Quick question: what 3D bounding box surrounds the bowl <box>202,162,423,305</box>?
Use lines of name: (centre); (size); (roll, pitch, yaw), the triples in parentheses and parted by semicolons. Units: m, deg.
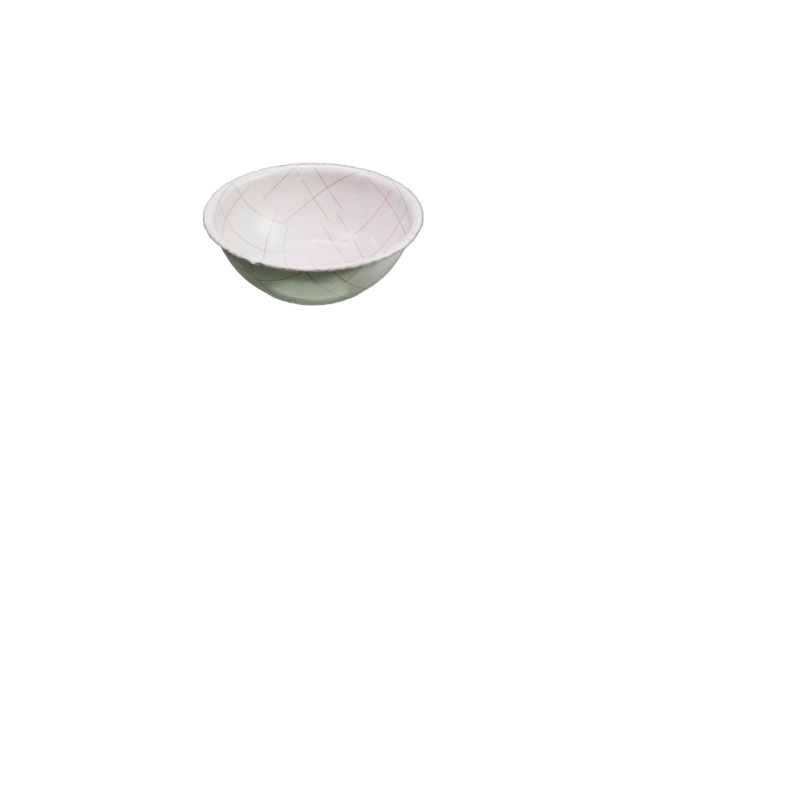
bowl: (-0.065, -0.118, 0.824); (0.162, 0.052, 0.173); (-1, 36, -2)
